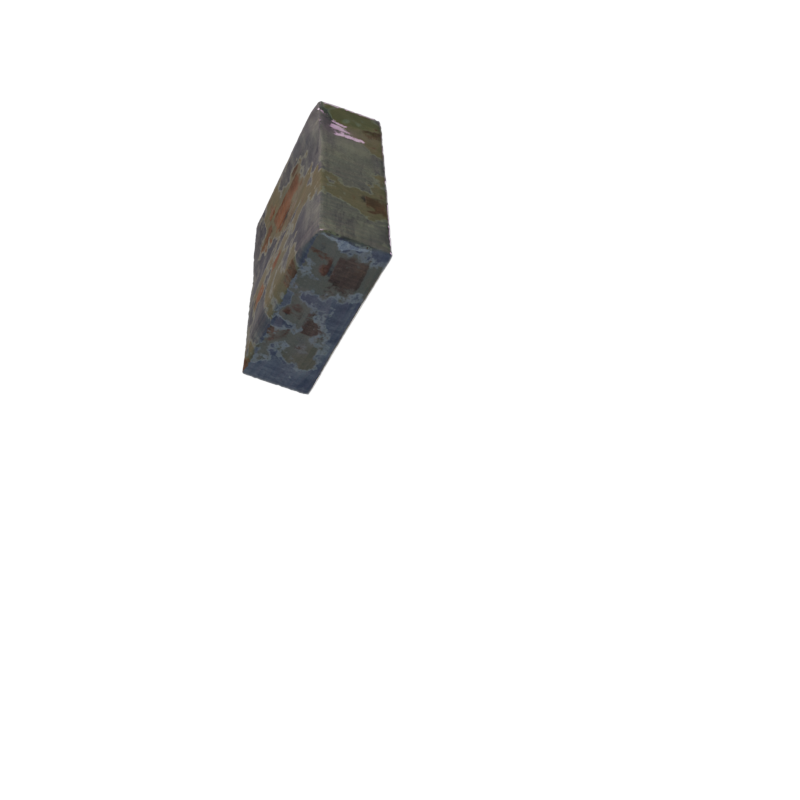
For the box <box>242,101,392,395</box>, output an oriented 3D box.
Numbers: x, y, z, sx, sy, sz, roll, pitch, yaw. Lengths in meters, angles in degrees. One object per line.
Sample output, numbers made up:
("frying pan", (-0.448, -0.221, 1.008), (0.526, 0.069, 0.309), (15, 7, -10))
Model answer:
("box", (-0.076, -0.139, 0.976), (0.069, 0.158, 0.229), (19, 36, -19))
